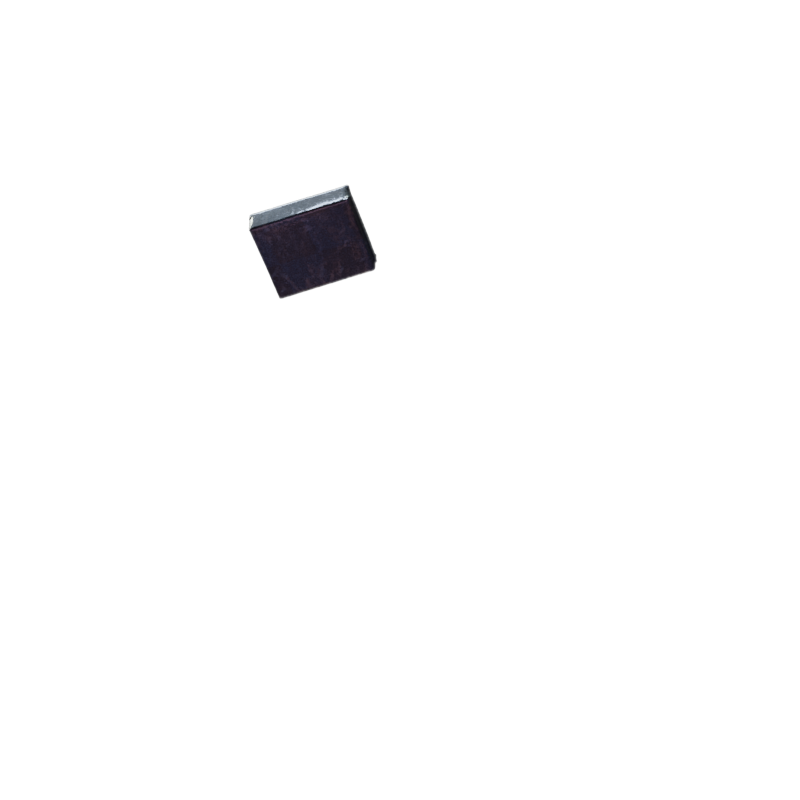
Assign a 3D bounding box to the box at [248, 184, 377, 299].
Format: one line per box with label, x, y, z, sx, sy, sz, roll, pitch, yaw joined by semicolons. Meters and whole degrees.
box;-0.072;-0.132;0.927;0.090;0.068;0.032;-16;32;10
